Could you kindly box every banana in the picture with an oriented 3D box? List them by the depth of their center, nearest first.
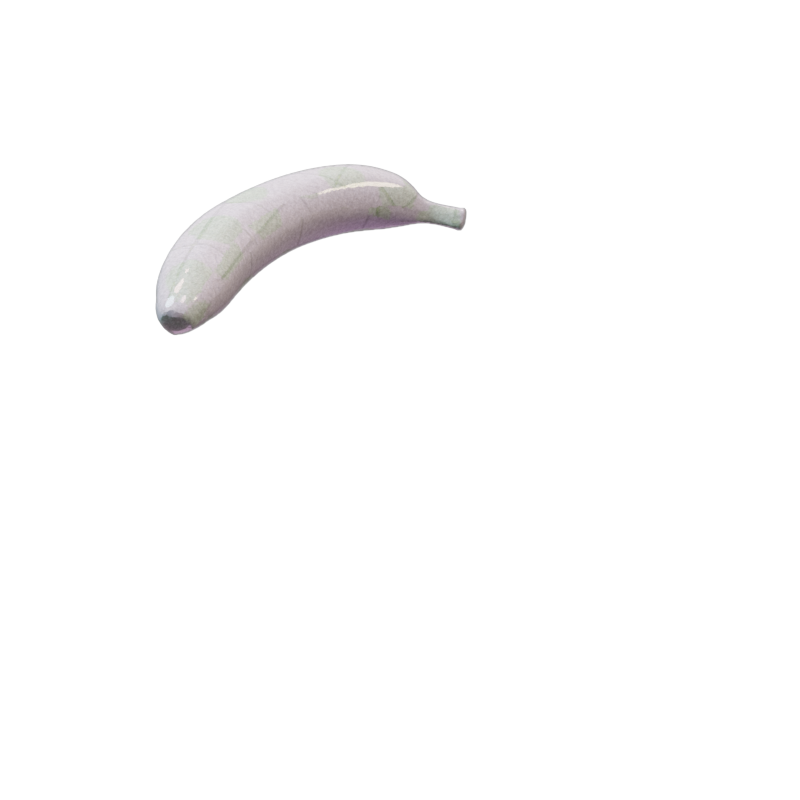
[{"bbox_3d":[-0.052,-0.082,0.534,0.074,0.035,0.196,23,36,36],"label":"banana"}]
